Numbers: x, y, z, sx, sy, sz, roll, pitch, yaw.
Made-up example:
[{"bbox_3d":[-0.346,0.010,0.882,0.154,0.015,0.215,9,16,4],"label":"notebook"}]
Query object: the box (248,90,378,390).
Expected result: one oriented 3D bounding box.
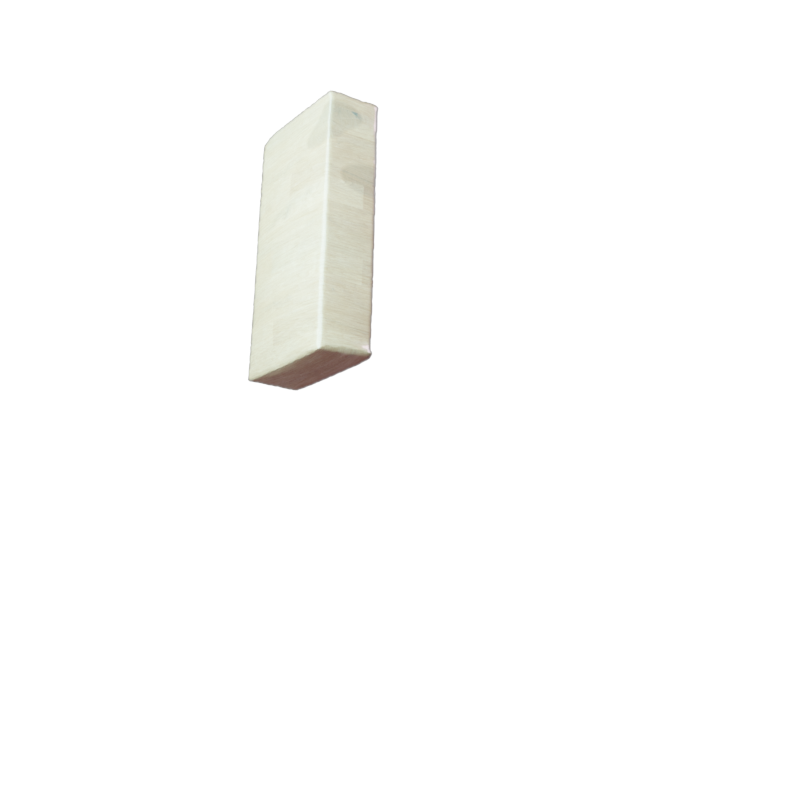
[{"bbox_3d":[-0.057,-0.104,0.725,0.046,0.185,0.093,12,-24,-33],"label":"box"}]
